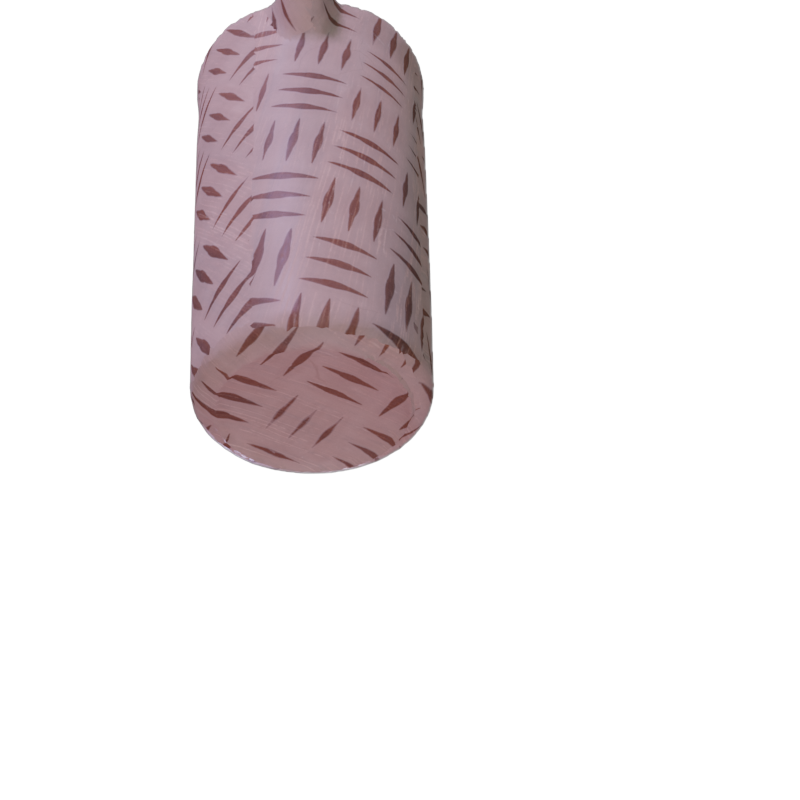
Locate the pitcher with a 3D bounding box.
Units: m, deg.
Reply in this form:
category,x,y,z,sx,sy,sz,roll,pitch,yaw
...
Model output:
category,x,y,z,sx,sy,sz,roll,pitch,yaw
pitcher,-0.045,-0.082,0.577,0.144,0.261,0.140,-35,-51,30
